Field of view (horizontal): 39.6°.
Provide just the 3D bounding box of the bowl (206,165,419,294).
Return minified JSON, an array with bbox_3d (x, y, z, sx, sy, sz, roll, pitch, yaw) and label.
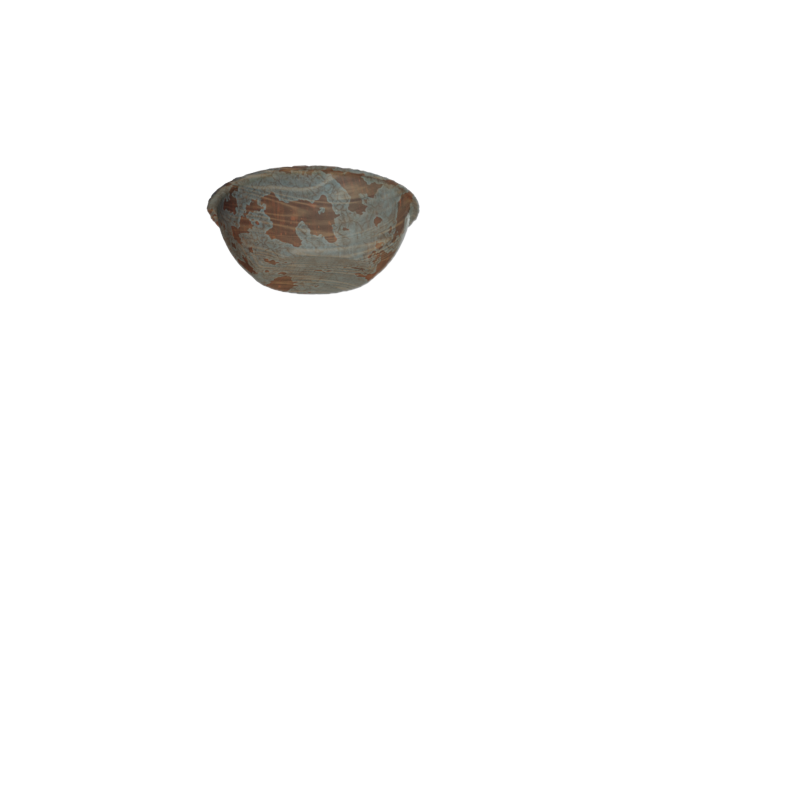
[{"bbox_3d":[-0.065,-0.119,0.835,0.162,0.057,0.156,0,-15,-2],"label":"bowl"}]
